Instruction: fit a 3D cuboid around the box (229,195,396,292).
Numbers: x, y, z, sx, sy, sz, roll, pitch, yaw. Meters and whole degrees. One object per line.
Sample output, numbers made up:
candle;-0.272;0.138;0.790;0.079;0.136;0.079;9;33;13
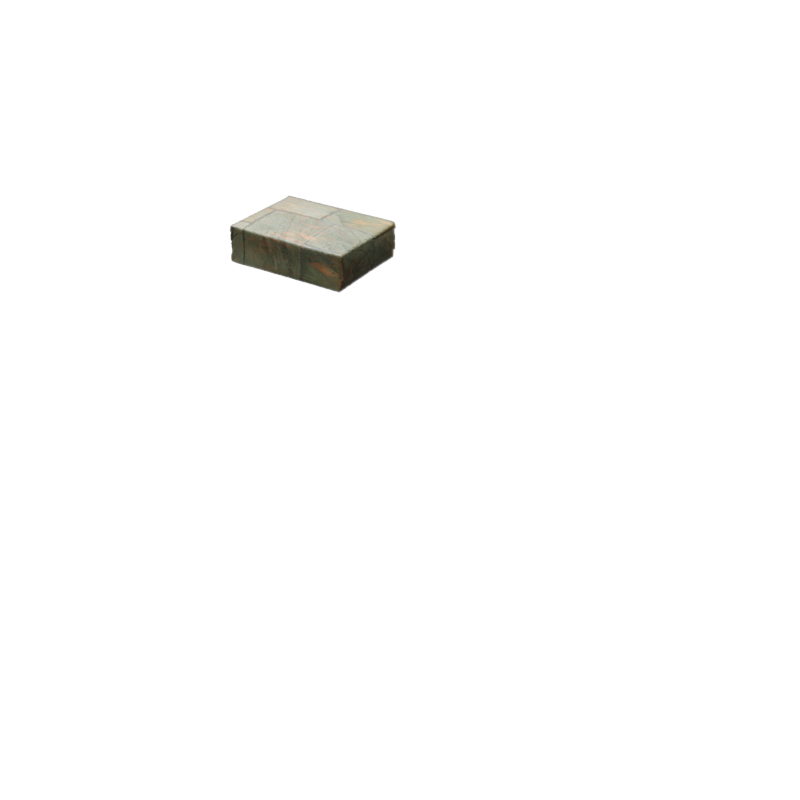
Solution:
box;-0.073;-0.134;0.939;0.119;0.037;0.090;16;31;27
